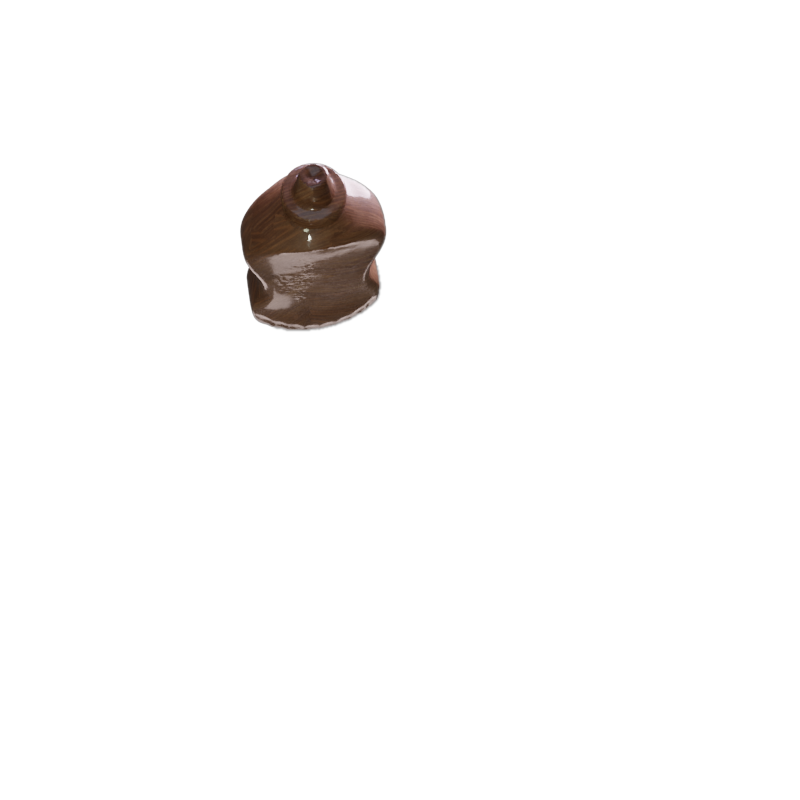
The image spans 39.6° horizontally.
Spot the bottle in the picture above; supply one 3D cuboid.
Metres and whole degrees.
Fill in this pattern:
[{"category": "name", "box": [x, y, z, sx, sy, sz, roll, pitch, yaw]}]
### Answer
[{"category": "bottle", "box": [-0.058, -0.106, 0.747, 0.095, 0.061, 0.183, -7, -18, -6]}]
